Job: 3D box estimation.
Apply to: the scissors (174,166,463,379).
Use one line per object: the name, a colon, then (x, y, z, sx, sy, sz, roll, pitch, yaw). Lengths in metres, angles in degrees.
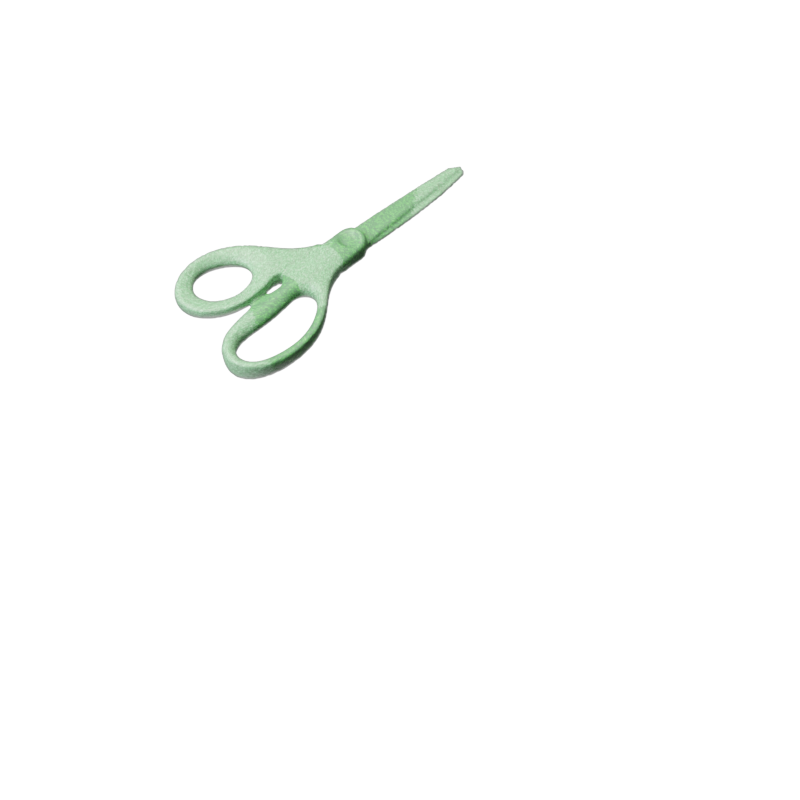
scissors: (-0.050, -0.091, 0.640, 0.100, 0.208, 0.015, 22, -37, 18)
